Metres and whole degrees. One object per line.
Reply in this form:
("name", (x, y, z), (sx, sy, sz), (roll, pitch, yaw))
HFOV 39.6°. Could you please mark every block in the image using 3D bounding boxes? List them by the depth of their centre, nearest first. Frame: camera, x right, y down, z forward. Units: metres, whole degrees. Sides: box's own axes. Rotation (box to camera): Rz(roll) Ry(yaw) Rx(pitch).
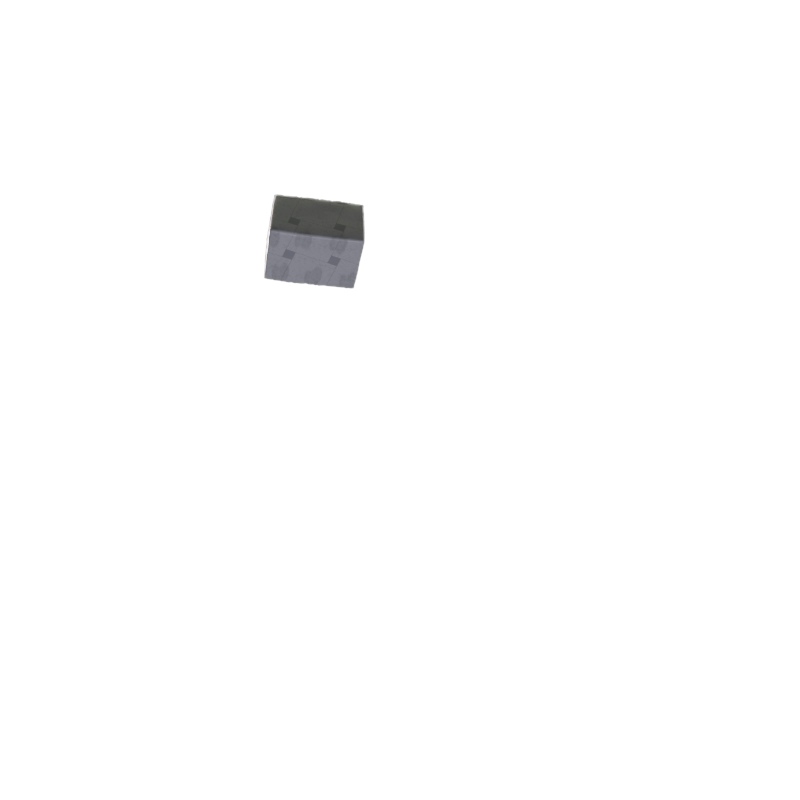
("block", (-0.072, -0.131, 0.915), (0.077, 0.050, 0.055), (6, 41, -7))
